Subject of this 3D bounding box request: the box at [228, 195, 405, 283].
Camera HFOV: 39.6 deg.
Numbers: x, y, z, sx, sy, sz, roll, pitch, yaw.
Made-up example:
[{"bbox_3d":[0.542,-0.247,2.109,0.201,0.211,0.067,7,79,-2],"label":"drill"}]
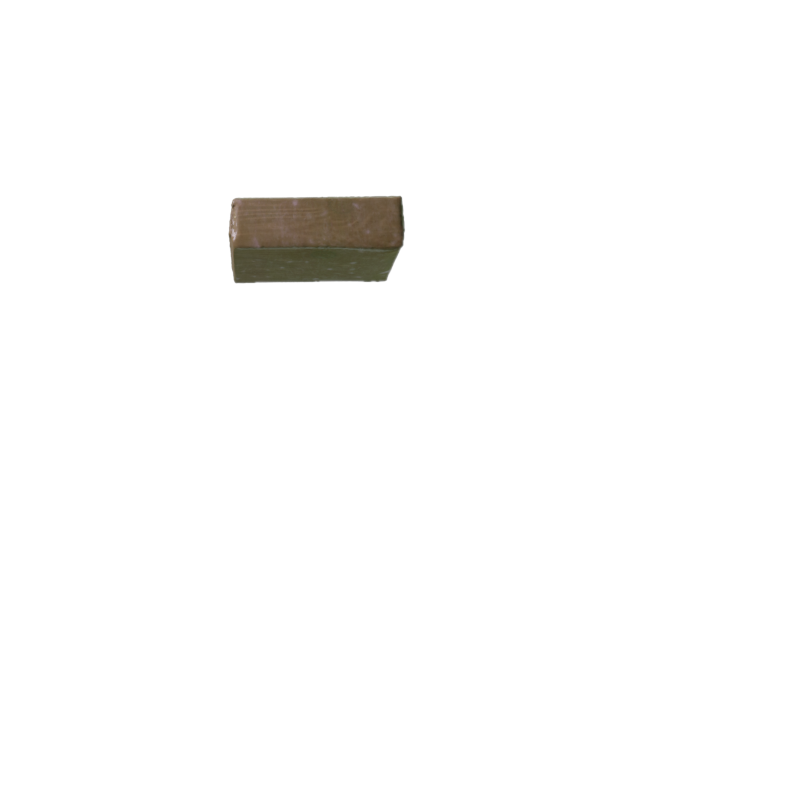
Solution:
[{"bbox_3d":[-0.059,-0.107,0.749,0.113,0.040,0.088,1,-10,-5],"label":"box"}]
